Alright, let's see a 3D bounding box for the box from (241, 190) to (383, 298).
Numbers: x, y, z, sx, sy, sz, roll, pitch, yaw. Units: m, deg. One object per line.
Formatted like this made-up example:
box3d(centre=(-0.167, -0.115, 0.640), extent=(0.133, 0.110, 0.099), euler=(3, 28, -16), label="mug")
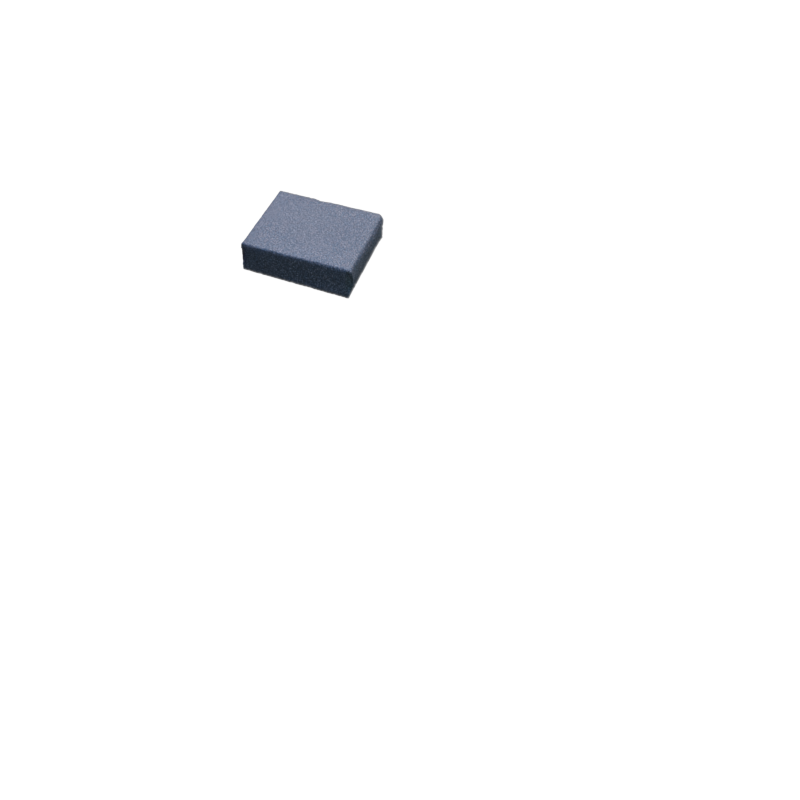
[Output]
box3d(centre=(-0.066, -0.121, 0.846), extent=(0.092, 0.028, 0.076), euler=(15, 45, 15), label="box")
